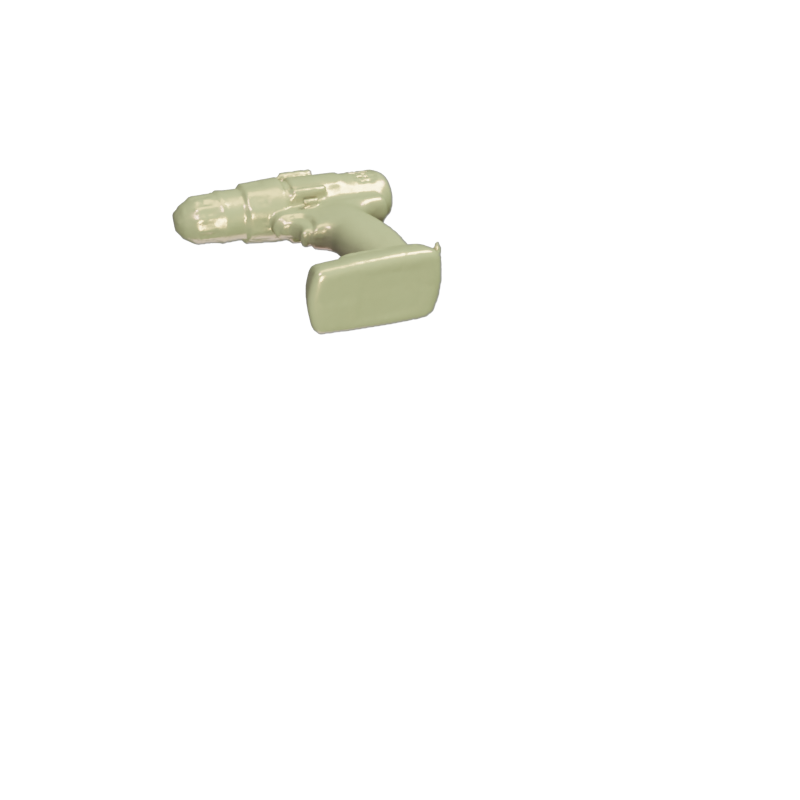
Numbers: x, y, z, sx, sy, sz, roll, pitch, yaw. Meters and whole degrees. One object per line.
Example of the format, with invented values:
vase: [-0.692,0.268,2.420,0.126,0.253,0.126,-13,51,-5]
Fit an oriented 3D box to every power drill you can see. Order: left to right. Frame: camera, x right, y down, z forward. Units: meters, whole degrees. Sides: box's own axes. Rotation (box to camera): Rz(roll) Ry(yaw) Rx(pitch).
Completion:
power drill: [-0.067,-0.121,0.850,0.182,0.054,0.203,-13,36,-19]
